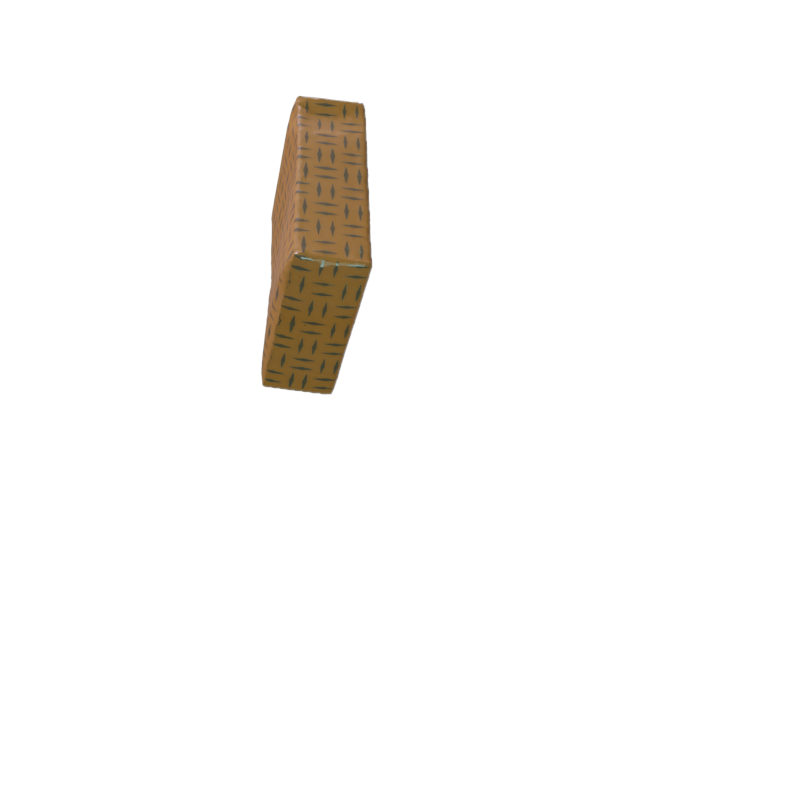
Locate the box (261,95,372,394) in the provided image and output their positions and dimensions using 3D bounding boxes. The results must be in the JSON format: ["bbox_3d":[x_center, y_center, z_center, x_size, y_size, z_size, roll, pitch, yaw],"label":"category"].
[{"bbox_3d":[-0.077,-0.140,0.980,0.071,0.230,0.155,7,-44,-12],"label":"box"}]
